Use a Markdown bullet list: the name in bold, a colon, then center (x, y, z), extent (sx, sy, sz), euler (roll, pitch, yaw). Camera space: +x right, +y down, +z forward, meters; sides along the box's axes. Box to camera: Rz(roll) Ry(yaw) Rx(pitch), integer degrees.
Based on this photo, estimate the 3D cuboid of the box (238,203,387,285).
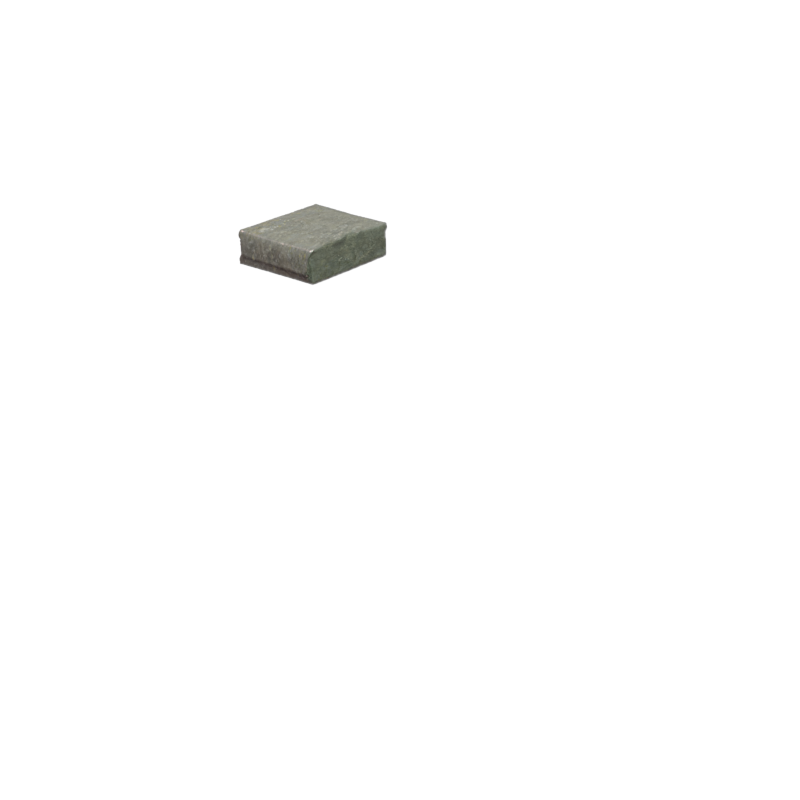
- **box**: center (-0.065, -0.118, 0.830), extent (0.077, 0.029, 0.089), euler (20, 31, 35)
